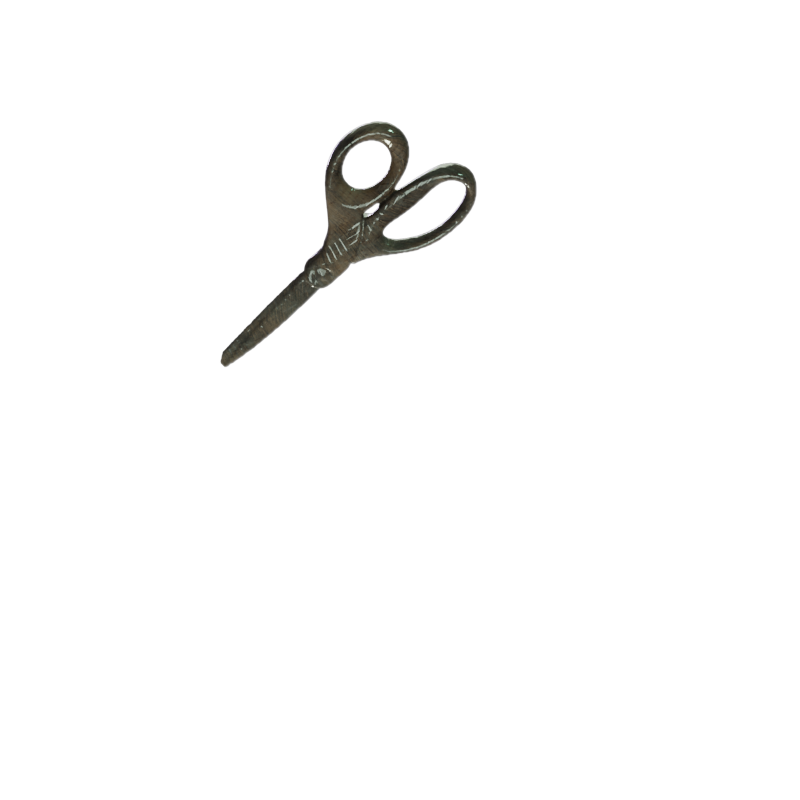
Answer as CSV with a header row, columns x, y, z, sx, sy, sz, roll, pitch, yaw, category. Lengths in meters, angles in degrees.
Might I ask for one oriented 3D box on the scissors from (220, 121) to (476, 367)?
x,y,z,sx,sy,sz,roll,pitch,yaw,category
-0.052,-0.094,0.660,0.202,0.090,0.017,-27,31,18,scissors
